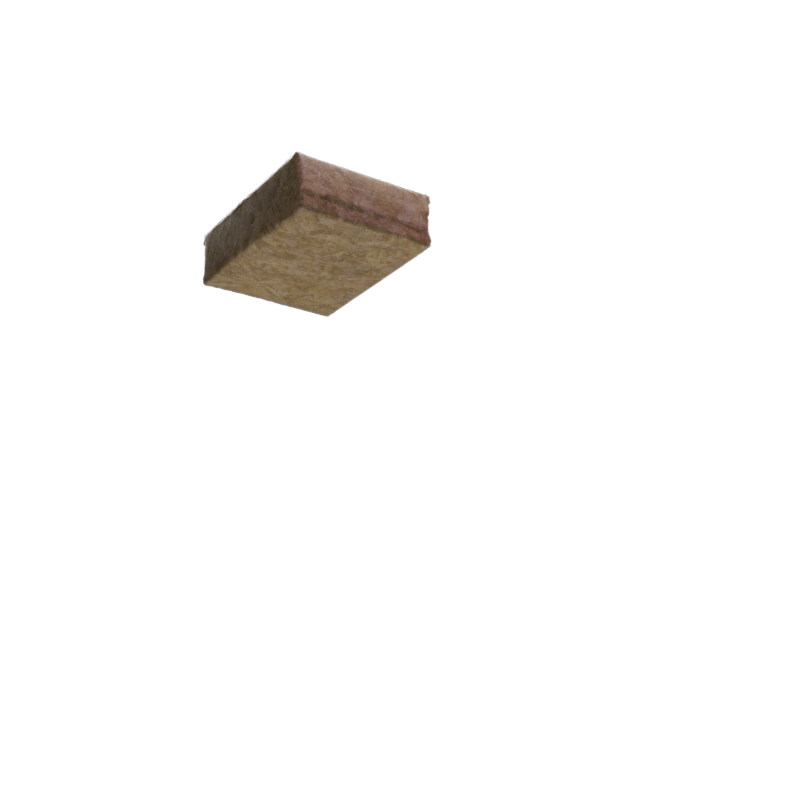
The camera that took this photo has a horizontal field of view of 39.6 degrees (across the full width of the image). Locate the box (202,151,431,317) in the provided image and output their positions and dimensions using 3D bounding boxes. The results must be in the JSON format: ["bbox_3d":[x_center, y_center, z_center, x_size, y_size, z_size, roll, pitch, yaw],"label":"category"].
[{"bbox_3d":[-0.050,-0.092,0.642,0.086,0.041,0.113,13,-24,-32],"label":"box"}]
